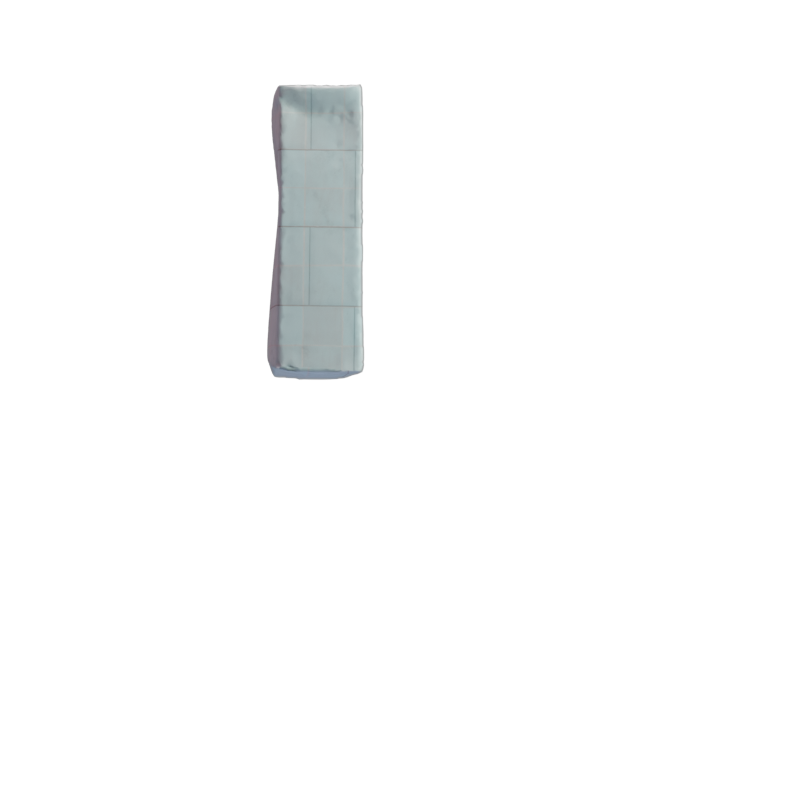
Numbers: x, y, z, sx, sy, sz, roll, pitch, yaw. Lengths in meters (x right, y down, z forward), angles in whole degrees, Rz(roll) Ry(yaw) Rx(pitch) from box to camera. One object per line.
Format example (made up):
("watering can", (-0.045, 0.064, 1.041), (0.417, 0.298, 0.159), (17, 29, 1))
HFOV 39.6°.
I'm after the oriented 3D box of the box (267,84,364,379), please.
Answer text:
("box", (-0.069, -0.125, 0.875), (0.071, 0.217, 0.163), (0, -5, -6))
